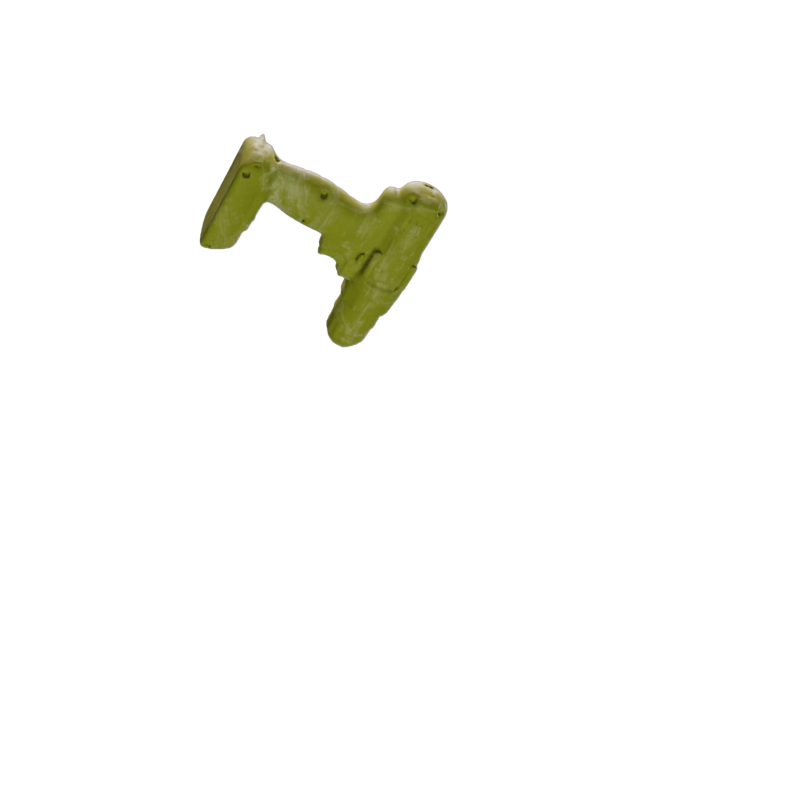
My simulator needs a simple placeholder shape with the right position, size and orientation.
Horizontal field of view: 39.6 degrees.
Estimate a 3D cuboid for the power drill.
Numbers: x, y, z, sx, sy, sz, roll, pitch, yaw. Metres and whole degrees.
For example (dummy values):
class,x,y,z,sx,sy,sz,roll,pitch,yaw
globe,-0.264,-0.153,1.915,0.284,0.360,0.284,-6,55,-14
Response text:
class,x,y,z,sx,sy,sz,roll,pitch,yaw
power drill,-0.076,-0.139,0.973,0.182,0.178,0.061,21,34,-16
